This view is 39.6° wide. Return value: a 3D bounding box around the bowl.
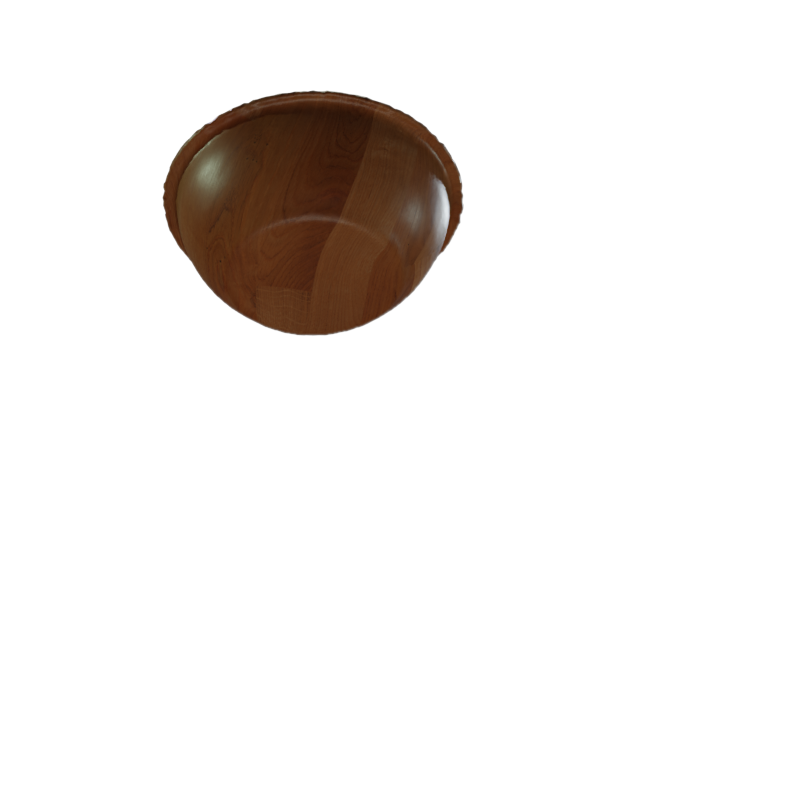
[{"bbox_3d":[-0.046,-0.083,0.582,0.162,0.059,0.151,1,-39,-1],"label":"bowl"}]
